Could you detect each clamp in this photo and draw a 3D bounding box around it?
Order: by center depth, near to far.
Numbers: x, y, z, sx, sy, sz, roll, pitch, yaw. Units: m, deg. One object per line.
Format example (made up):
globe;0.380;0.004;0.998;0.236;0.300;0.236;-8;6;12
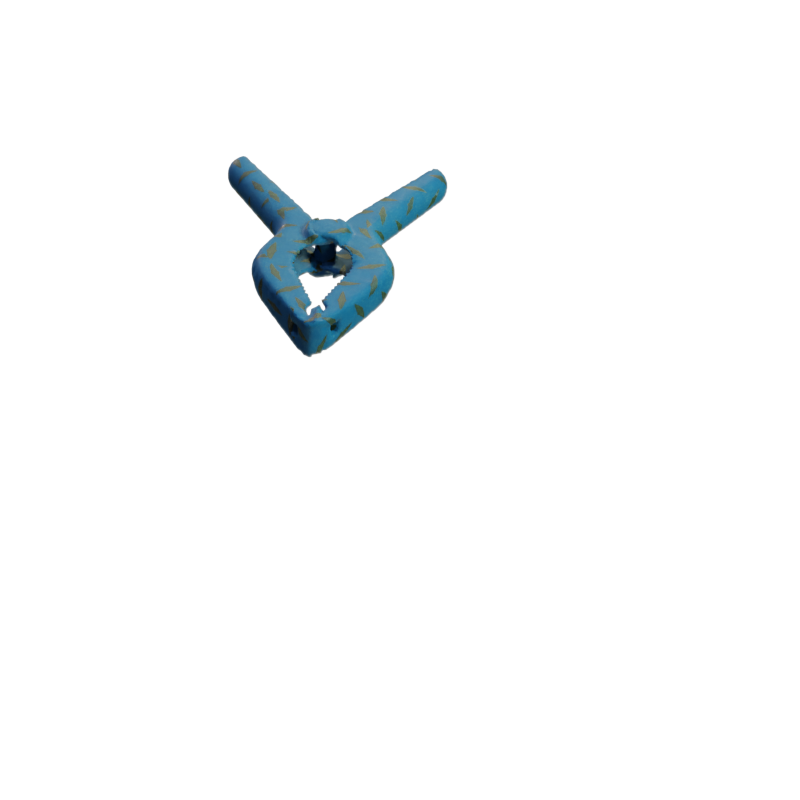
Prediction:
clamp;-0.060;-0.110;0.770;0.167;0.034;0.222;7;40;8
